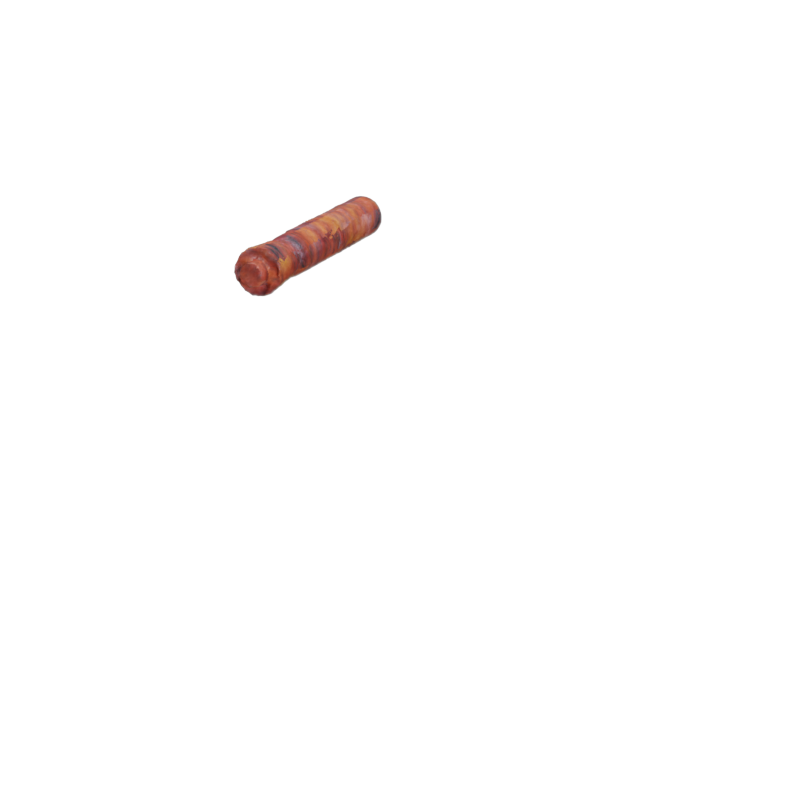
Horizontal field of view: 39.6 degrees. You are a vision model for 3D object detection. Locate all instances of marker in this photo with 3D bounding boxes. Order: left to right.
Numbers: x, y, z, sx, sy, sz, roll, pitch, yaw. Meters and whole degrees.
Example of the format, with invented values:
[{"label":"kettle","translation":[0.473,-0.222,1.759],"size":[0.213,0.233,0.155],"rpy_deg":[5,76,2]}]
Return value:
[{"label":"marker","translation":[-0.036,-0.065,0.454],"size":[0.020,0.019,0.122],"rpy_deg":[1,19,19]}]
